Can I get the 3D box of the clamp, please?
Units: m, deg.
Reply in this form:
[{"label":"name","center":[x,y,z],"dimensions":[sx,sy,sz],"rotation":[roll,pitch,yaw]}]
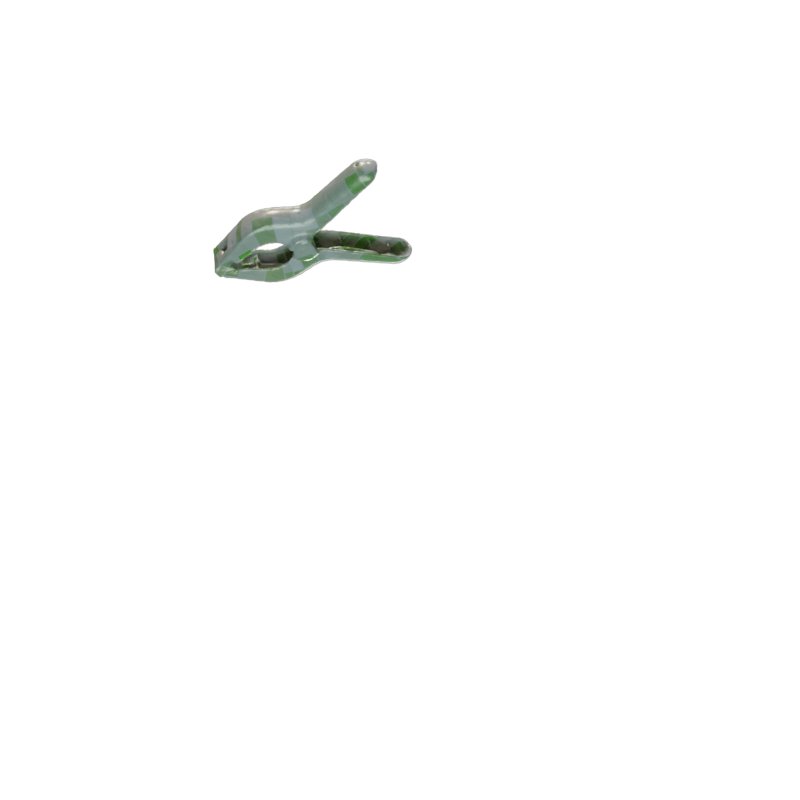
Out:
[{"label":"clamp","center":[-0.075,-0.137,0.962],"dimensions":[0.172,0.042,0.111],"rotation":[-19,-48,18]}]
